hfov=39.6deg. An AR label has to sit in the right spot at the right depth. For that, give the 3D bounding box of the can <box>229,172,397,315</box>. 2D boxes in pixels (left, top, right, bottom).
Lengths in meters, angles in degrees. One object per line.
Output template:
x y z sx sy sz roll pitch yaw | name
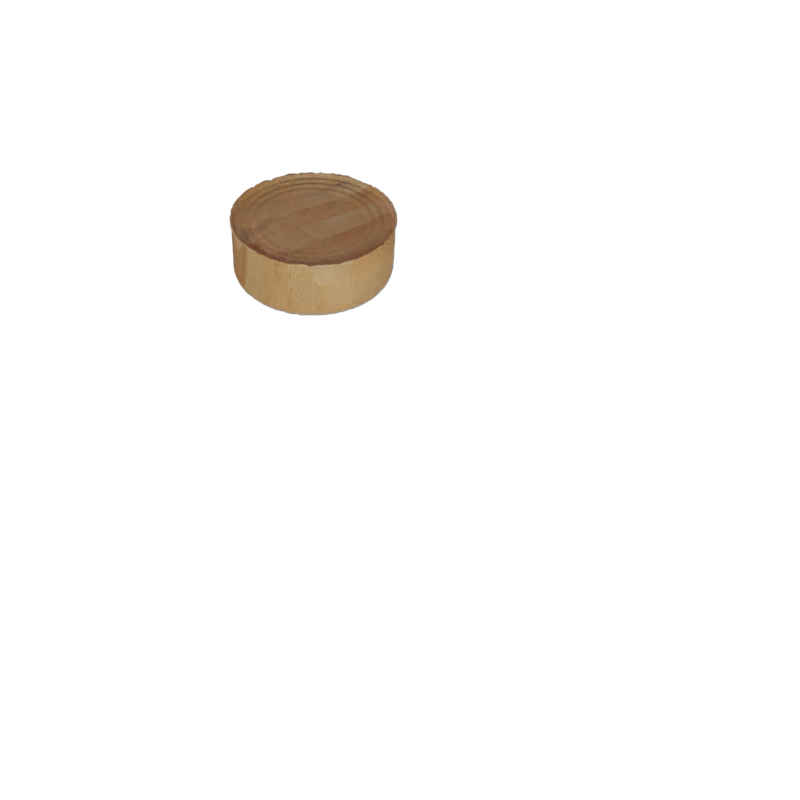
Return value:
-0.045 -0.082 0.576 0.086 0.031 0.092 -1 40 -2 | can
